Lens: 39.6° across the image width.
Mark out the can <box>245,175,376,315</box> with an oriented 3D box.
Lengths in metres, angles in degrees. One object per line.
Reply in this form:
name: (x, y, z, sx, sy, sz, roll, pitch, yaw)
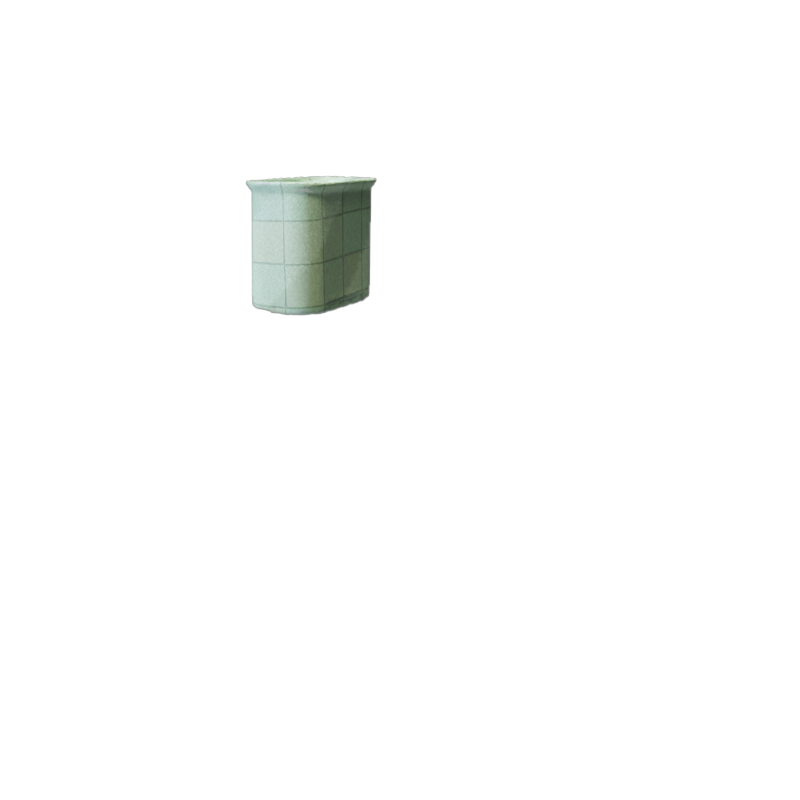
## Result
can: (-0.057, -0.105, 0.734, 0.059, 0.082, 0.100, 4, 11, 26)
